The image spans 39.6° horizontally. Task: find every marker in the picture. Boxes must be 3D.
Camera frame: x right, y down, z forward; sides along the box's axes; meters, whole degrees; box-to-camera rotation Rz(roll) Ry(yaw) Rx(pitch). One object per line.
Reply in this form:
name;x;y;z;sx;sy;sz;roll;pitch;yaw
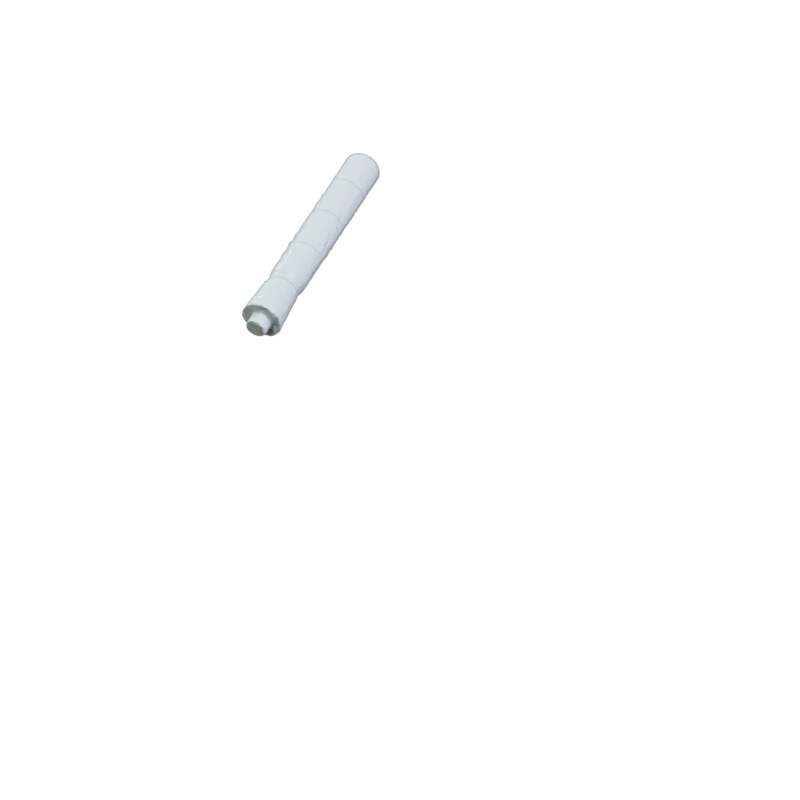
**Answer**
marker;-0.040;-0.073;0.514;0.020;0.018;0.126;1;43;28
